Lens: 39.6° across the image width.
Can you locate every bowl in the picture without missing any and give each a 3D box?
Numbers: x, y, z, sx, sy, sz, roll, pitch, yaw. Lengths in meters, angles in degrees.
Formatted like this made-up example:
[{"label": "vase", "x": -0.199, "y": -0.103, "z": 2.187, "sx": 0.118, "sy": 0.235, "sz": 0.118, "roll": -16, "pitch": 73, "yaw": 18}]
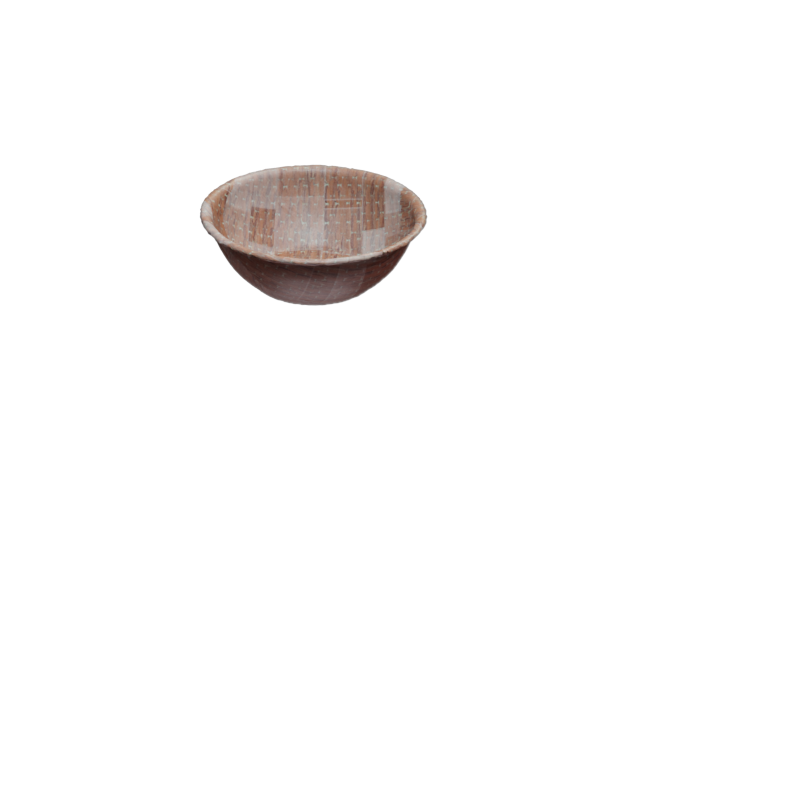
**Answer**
[{"label": "bowl", "x": -0.063, "y": -0.114, "z": 0.800, "sx": 0.162, "sy": 0.052, "sz": 0.172, "roll": -1, "pitch": 33, "yaw": -2}]
